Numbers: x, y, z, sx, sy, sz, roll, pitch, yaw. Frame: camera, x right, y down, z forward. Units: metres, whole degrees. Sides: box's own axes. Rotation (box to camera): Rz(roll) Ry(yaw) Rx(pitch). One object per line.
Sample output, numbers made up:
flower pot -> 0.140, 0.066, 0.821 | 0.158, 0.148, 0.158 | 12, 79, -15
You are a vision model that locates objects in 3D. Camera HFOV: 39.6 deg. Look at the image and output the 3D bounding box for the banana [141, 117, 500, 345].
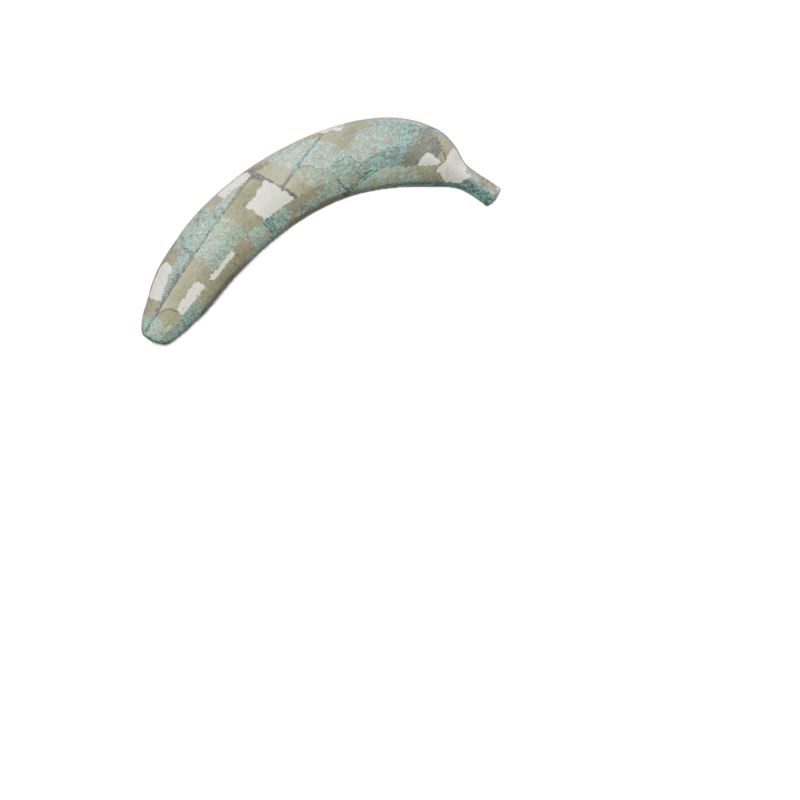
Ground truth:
banana -> -0.048, -0.097, 0.560 | 0.197, 0.073, 0.035 | -25, -19, -10
